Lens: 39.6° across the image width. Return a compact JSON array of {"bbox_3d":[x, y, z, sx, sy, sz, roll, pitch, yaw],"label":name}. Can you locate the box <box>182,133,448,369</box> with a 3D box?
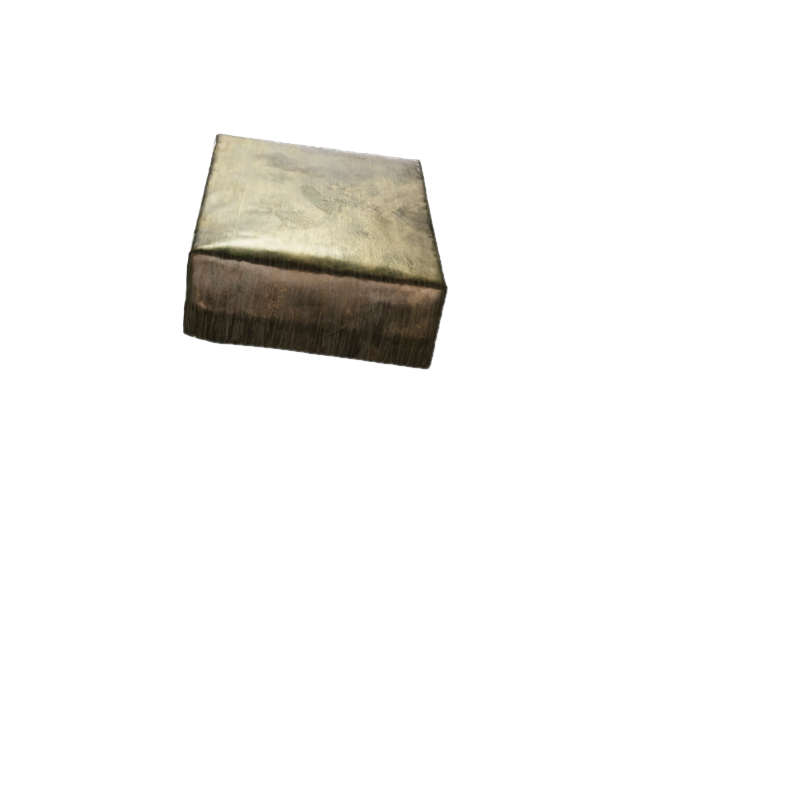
[{"bbox_3d":[-0.062,-0.112,0.787,0.163,0.068,0.227,6,31,-6],"label":"box"}]
